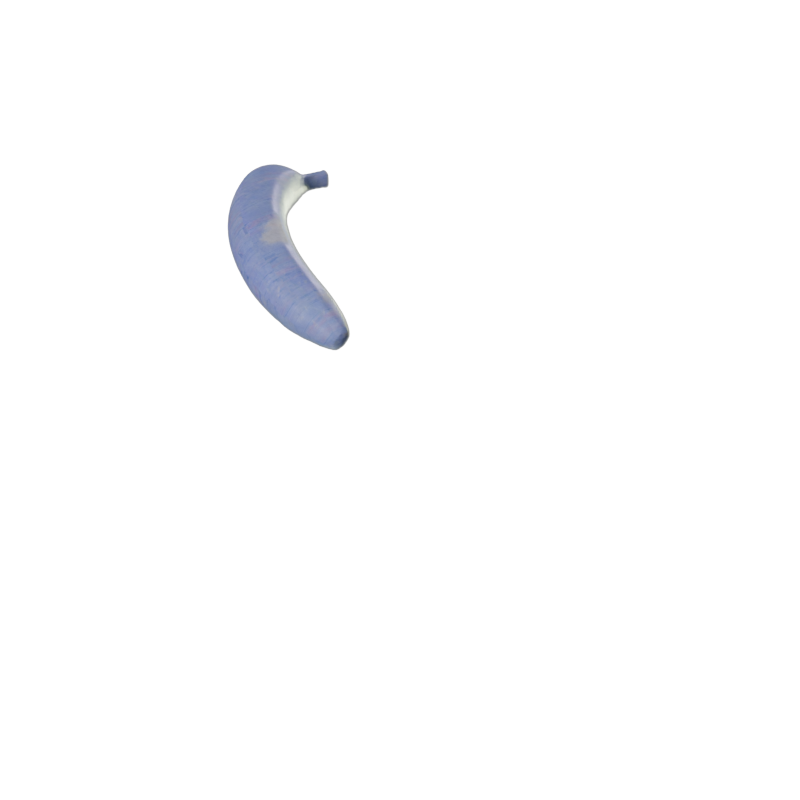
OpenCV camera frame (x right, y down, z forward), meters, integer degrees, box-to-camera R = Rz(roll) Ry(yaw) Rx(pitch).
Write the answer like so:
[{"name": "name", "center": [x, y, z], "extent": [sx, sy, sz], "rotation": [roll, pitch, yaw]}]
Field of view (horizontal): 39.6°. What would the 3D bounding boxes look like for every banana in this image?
[{"name": "banana", "center": [-0.073, -0.100, 0.690], "extent": [0.069, 0.034, 0.212], "rotation": [-3, 39, -5]}]
